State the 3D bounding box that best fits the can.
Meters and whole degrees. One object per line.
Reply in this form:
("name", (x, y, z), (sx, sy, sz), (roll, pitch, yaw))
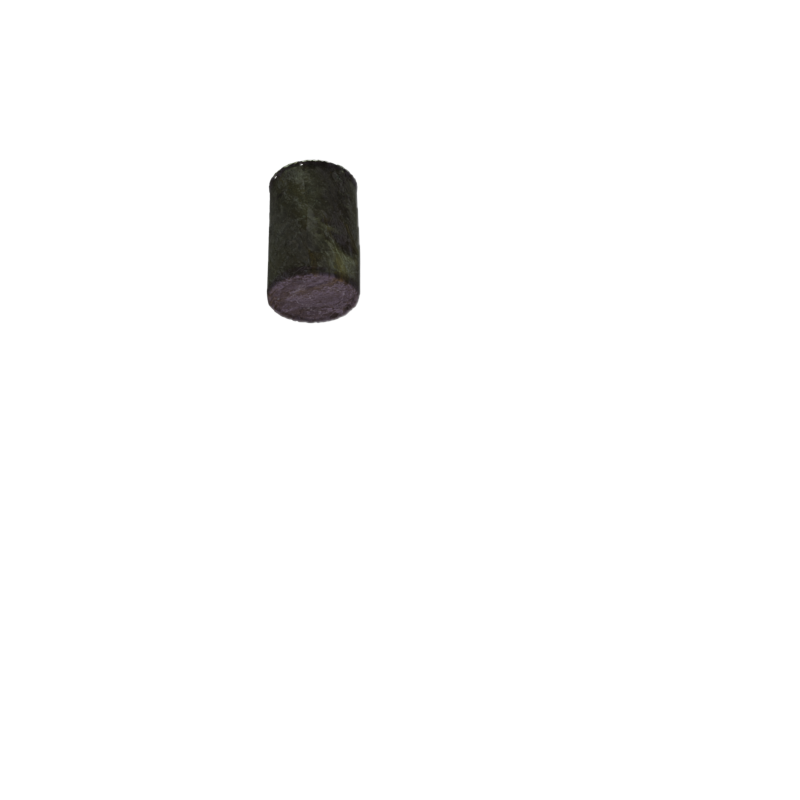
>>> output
("can", (-0.064, -0.117, 0.818), (0.068, 0.109, 0.064), (-1, -32, -2))
